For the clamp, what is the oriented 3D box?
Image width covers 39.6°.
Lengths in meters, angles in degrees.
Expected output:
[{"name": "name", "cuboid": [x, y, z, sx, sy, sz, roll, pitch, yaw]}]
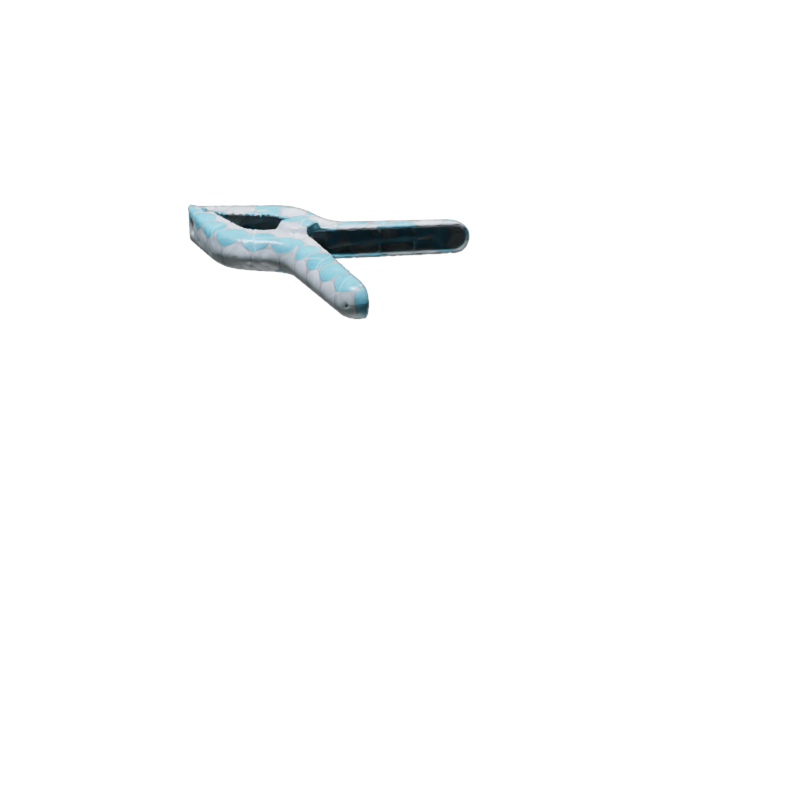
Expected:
[{"name": "clamp", "cuboid": [-0.064, -0.117, 0.821, 0.222, 0.035, 0.164, 18, 31, 33]}]
